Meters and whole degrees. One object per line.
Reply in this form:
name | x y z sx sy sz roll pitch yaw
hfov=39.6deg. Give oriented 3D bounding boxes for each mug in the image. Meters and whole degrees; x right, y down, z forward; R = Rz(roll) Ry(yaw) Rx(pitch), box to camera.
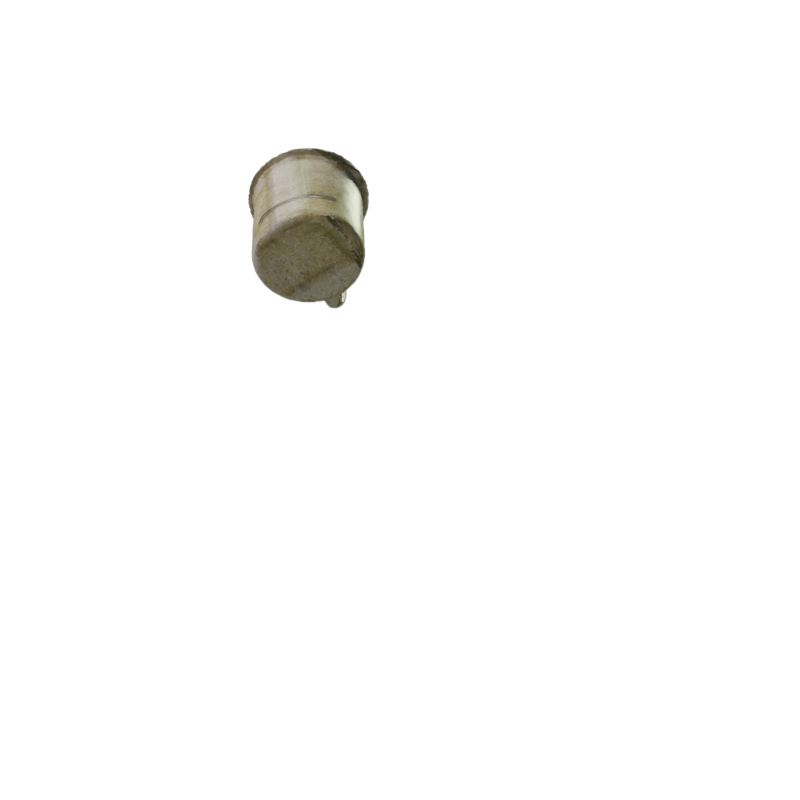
mug | -0.065 -0.118 0.827 0.094 0.108 0.087 -13 38 9
